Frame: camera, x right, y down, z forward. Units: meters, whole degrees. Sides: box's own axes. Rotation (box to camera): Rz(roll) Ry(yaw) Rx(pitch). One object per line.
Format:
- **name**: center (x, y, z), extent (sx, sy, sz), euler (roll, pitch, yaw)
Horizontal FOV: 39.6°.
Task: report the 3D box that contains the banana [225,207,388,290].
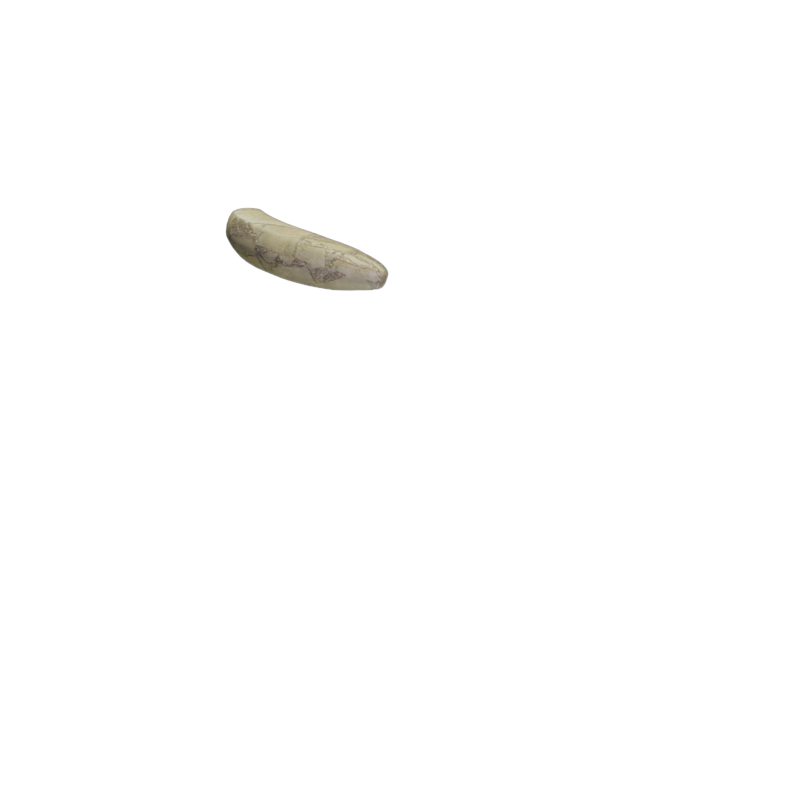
- **banana**: center (-0.081, -0.113, 0.801), extent (0.068, 0.035, 0.210), euler (-9, 23, -24)
